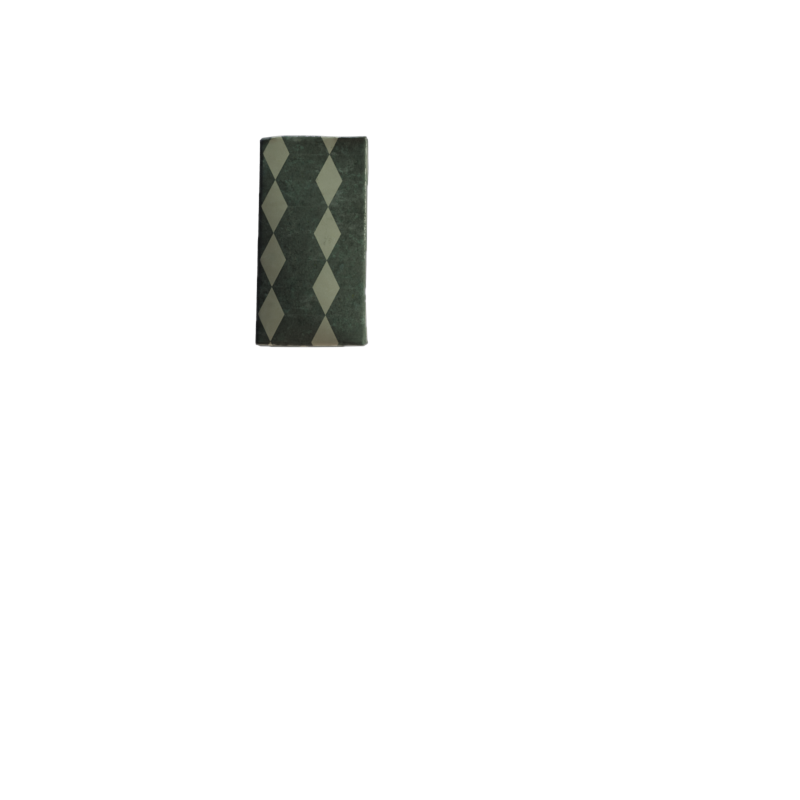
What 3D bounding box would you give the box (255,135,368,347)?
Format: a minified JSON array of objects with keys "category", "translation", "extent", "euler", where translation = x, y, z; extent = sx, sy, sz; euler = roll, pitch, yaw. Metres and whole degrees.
[{"category":"box","translation":[-0.073,-0.133,0.931],"extent":[0.094,0.178,0.047],"euler":[0,-5,3]}]
